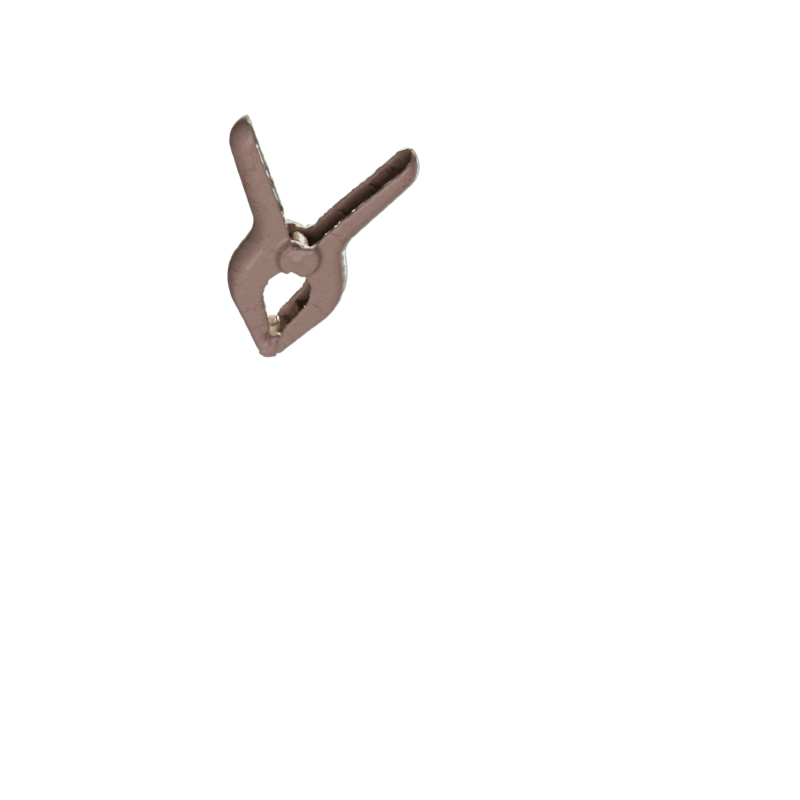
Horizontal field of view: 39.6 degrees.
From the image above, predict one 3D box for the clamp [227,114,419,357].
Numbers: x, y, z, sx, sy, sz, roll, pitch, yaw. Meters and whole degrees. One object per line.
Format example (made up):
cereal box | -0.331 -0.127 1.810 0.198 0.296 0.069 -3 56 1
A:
clamp | -0.056 -0.103 0.719 0.119 0.161 0.042 7 36 -6
